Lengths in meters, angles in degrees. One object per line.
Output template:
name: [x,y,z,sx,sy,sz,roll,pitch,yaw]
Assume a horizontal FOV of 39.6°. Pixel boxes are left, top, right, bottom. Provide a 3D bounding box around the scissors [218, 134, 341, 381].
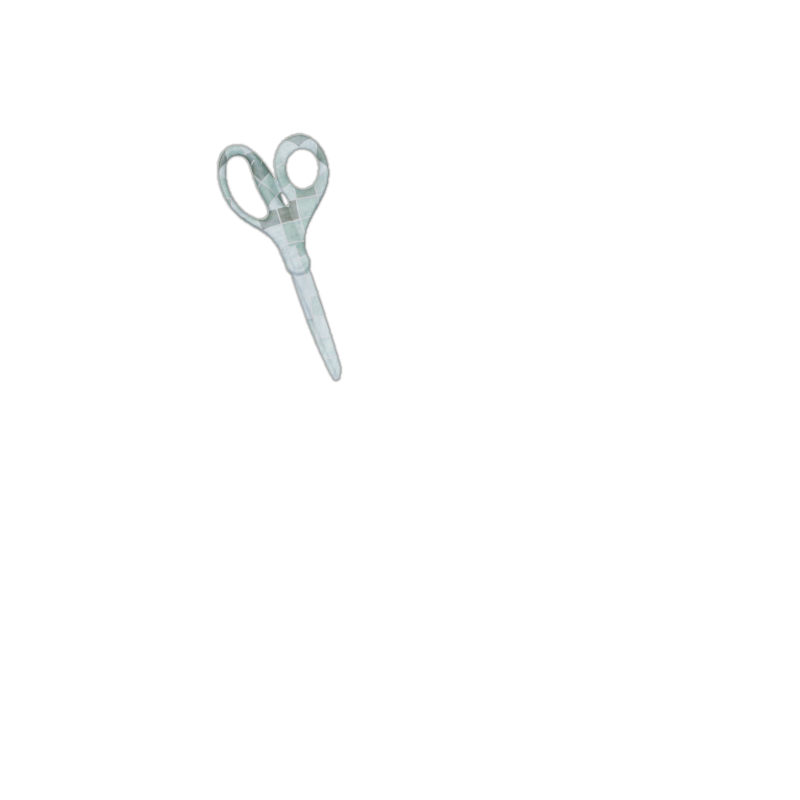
scissors: [-0.068,-0.125,0.873,0.096,0.207,0.015,-34,-10,-7]
